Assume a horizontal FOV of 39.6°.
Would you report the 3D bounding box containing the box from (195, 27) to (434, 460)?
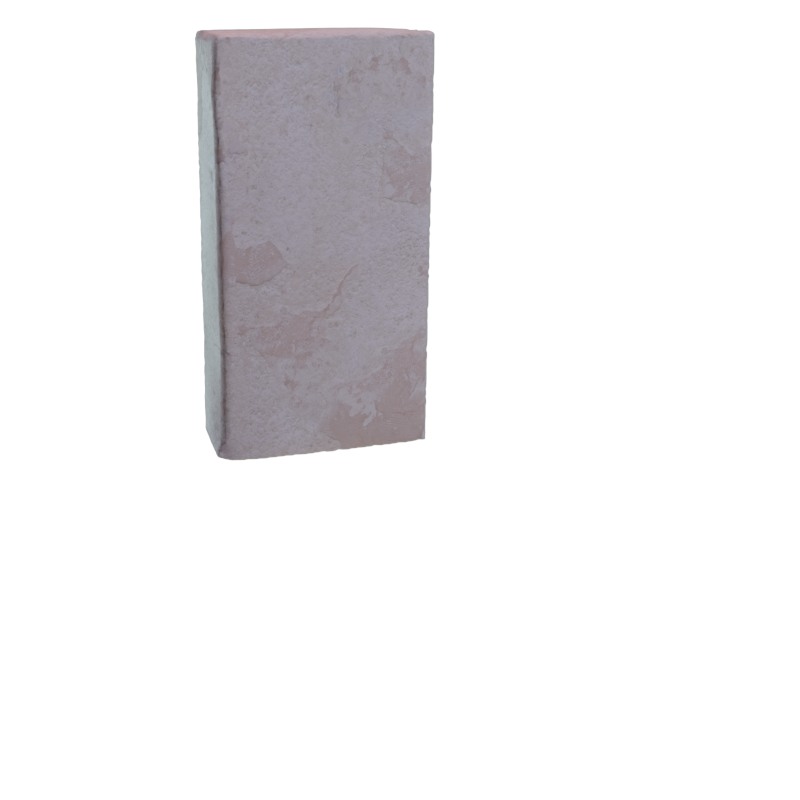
[{"bbox_3d":[-0.036,-0.067,0.466,0.091,0.171,0.050,-4,13,-18],"label":"box"}]
